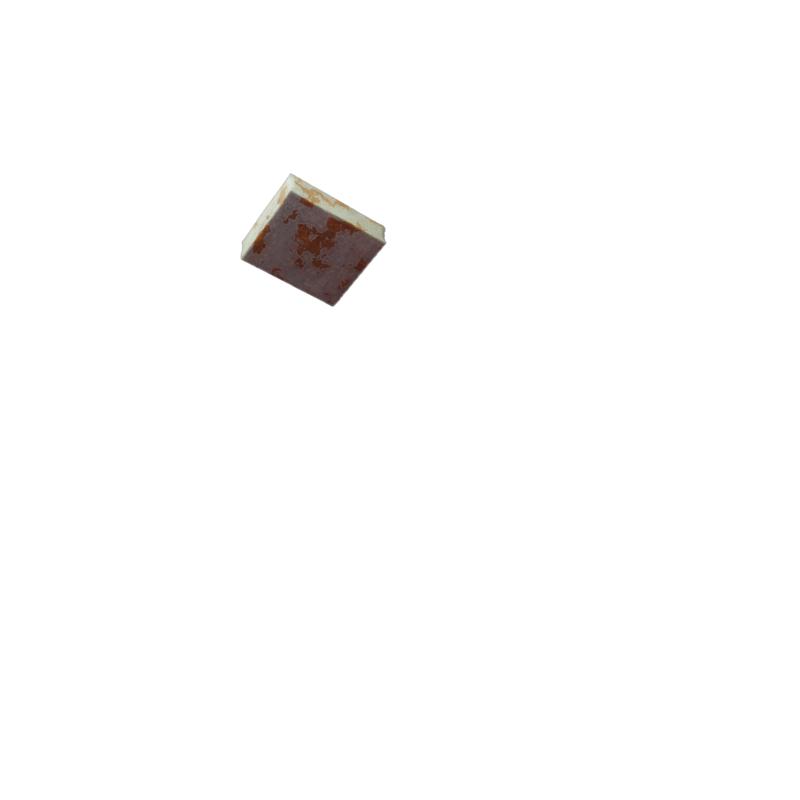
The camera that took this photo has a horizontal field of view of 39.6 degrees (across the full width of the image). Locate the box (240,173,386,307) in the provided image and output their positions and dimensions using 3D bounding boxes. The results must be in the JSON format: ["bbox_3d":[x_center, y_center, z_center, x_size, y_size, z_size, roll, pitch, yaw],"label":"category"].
[{"bbox_3d":[-0.067,-0.121,0.851,0.086,0.071,0.032,28,31,-19],"label":"box"}]
